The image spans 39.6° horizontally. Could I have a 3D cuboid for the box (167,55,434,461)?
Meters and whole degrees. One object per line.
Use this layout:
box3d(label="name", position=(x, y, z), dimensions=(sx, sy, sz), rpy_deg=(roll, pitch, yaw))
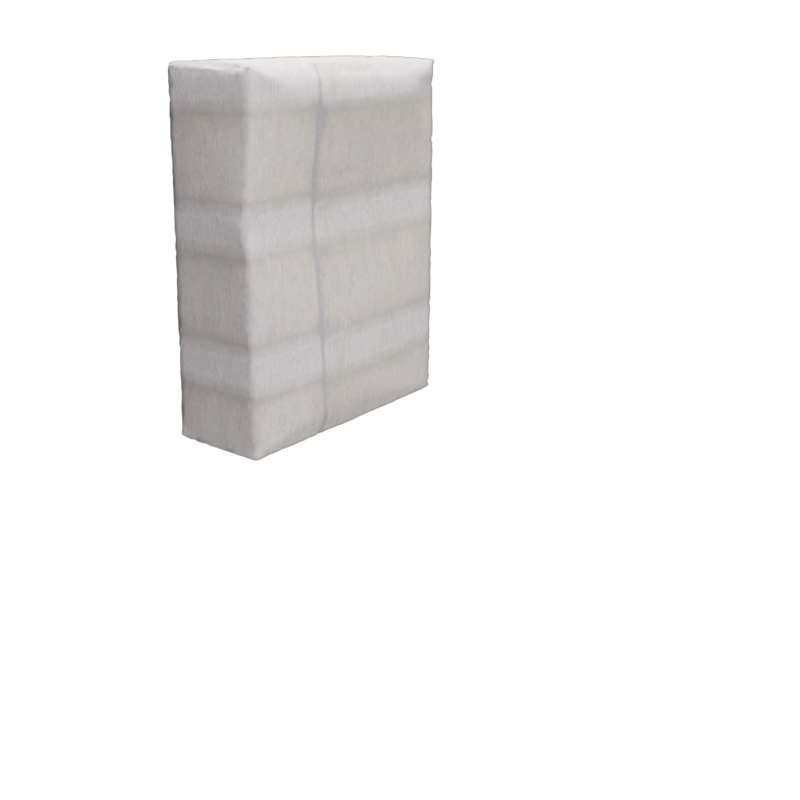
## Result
box3d(label="box", position=(-0.051, -0.093, 0.652), dimensions=(0.075, 0.208, 0.161), rpy_deg=(10, 17, 38))
